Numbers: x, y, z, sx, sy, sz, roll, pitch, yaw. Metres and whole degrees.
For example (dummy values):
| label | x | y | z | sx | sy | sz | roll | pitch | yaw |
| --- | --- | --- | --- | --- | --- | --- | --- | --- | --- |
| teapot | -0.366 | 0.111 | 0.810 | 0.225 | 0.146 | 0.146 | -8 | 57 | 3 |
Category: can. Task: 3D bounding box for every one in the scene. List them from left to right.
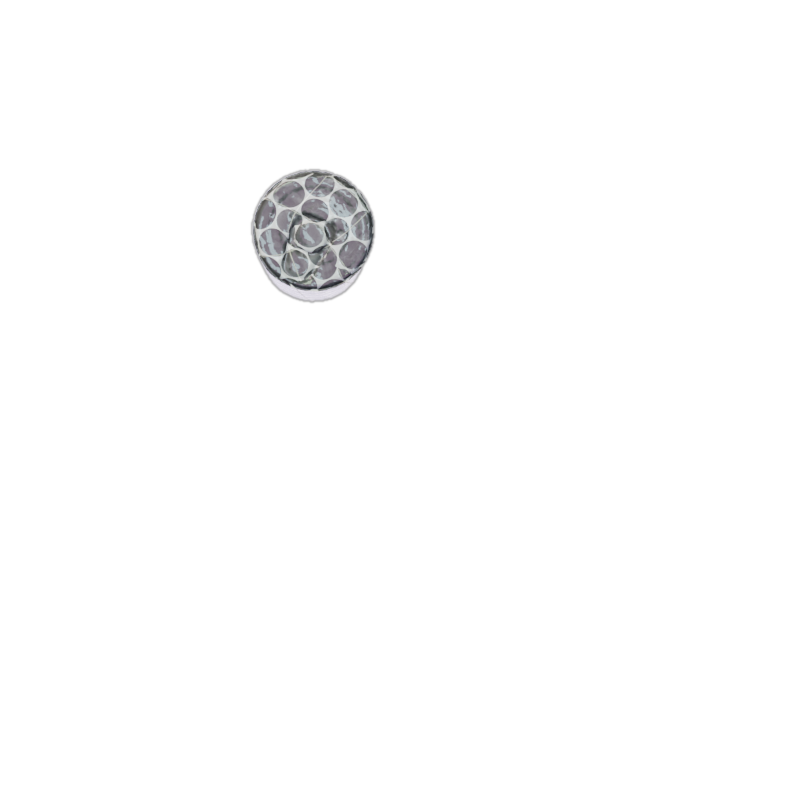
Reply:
| label | x | y | z | sx | sy | sz | roll | pitch | yaw |
| --- | --- | --- | --- | --- | --- | --- | --- | --- | --- |
| can | -0.052 | -0.095 | 0.665 | 0.068 | 0.069 | 0.101 | 0 | -2 | -3 |
